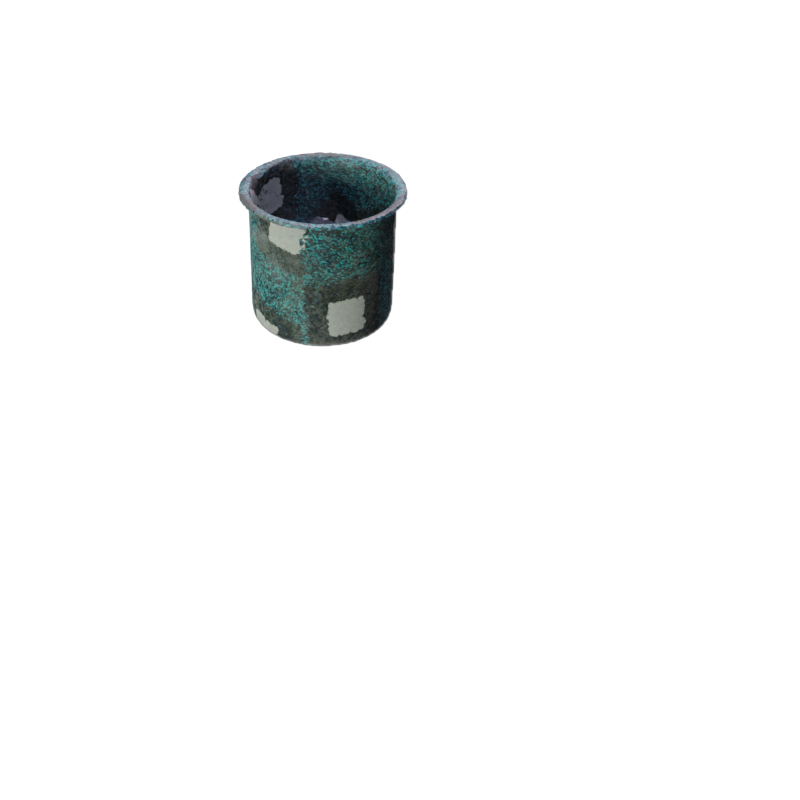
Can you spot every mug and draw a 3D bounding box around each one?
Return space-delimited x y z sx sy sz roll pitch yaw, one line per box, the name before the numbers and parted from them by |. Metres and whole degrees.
mug | -0.050 -0.091 0.637 0.092 0.076 0.126 -16 37 -23
